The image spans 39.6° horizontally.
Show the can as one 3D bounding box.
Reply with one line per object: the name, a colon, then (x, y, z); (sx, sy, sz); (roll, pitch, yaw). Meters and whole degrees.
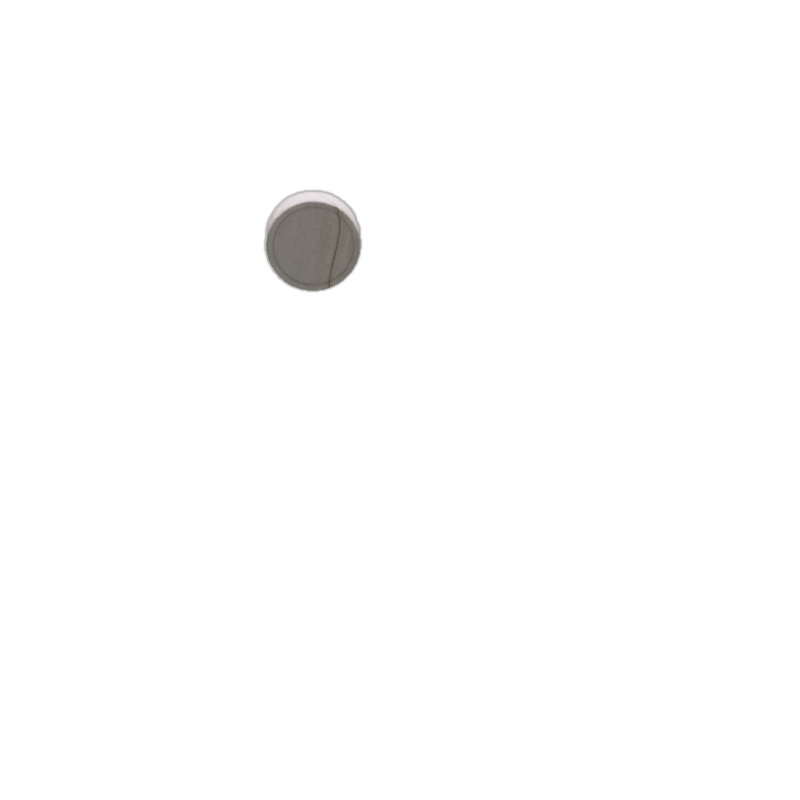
can: (-0.077, -0.141, 0.987); (0.086, 0.083, 0.035); (0, 17, -1)
